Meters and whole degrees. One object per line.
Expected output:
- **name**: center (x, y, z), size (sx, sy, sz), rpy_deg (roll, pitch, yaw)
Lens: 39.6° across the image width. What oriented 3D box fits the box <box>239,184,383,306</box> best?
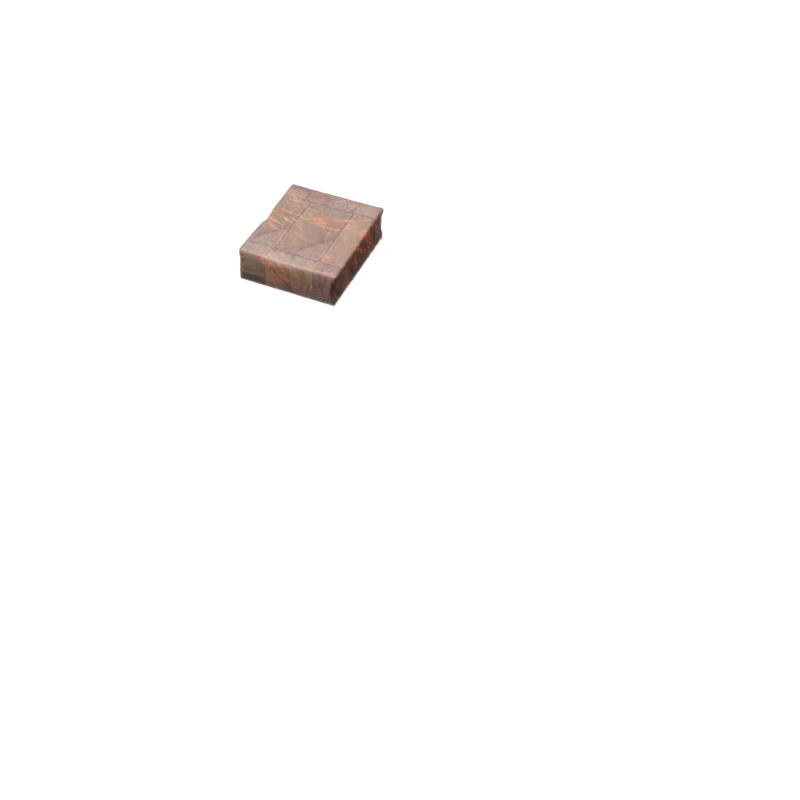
- **box**: center (-0.061, -0.112, 0.781), size (0.076, 0.028, 0.093), rpy_deg (16, 45, 16)
